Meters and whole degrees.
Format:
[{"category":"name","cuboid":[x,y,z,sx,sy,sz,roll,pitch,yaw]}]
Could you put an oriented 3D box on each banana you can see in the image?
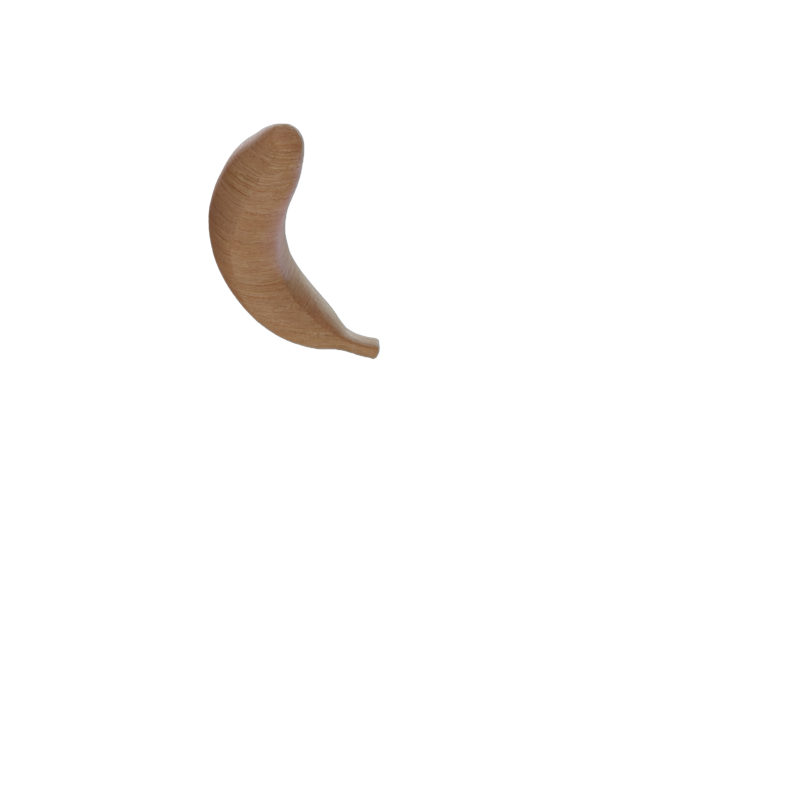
[{"category":"banana","cuboid":[-0.061,-0.075,0.558,0.070,0.039,0.184,-6,-27,9]}]
